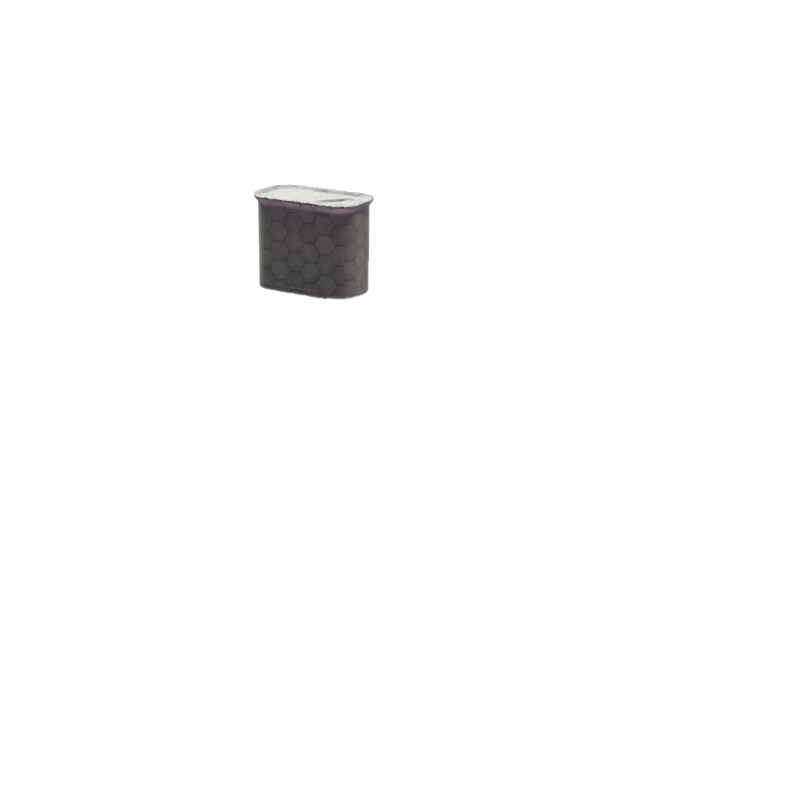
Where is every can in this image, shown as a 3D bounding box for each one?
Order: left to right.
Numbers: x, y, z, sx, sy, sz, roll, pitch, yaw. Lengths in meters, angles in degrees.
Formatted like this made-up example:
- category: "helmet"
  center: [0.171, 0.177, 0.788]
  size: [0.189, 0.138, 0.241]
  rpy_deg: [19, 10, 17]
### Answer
- category: "can"
  center: [-0.075, -0.136, 0.956]
  size: [0.106, 0.081, 0.057]
  rpy_deg: [11, 20, 28]
